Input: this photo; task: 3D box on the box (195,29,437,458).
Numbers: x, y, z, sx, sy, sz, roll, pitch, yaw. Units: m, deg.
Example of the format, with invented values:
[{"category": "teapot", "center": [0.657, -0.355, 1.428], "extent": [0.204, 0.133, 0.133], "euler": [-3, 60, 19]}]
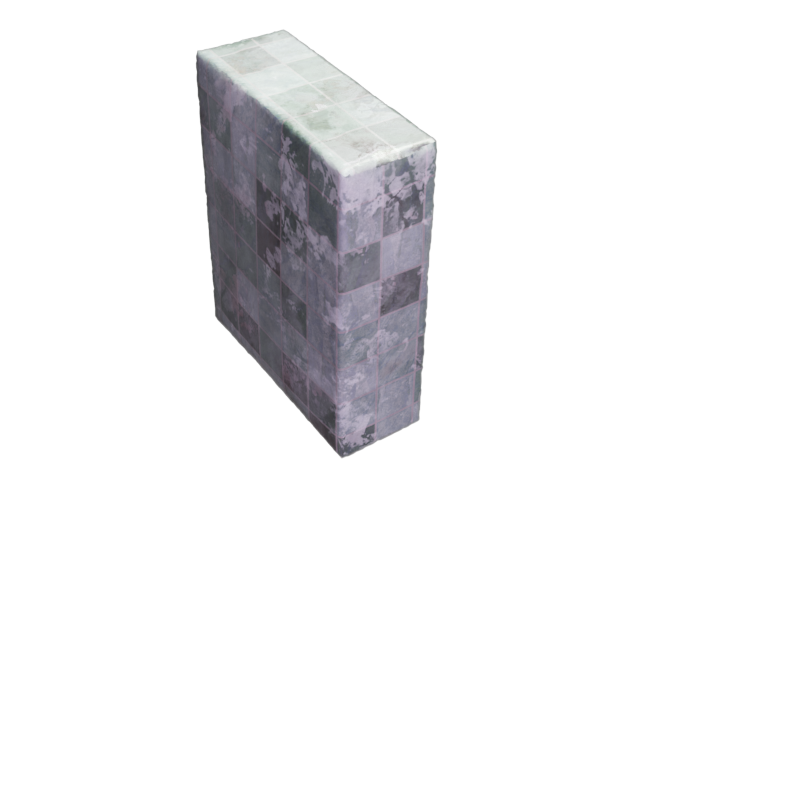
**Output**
[{"category": "box", "center": [-0.054, -0.098, 0.687], "extent": [0.071, 0.199, 0.177], "euler": [-21, 46, -27]}]
